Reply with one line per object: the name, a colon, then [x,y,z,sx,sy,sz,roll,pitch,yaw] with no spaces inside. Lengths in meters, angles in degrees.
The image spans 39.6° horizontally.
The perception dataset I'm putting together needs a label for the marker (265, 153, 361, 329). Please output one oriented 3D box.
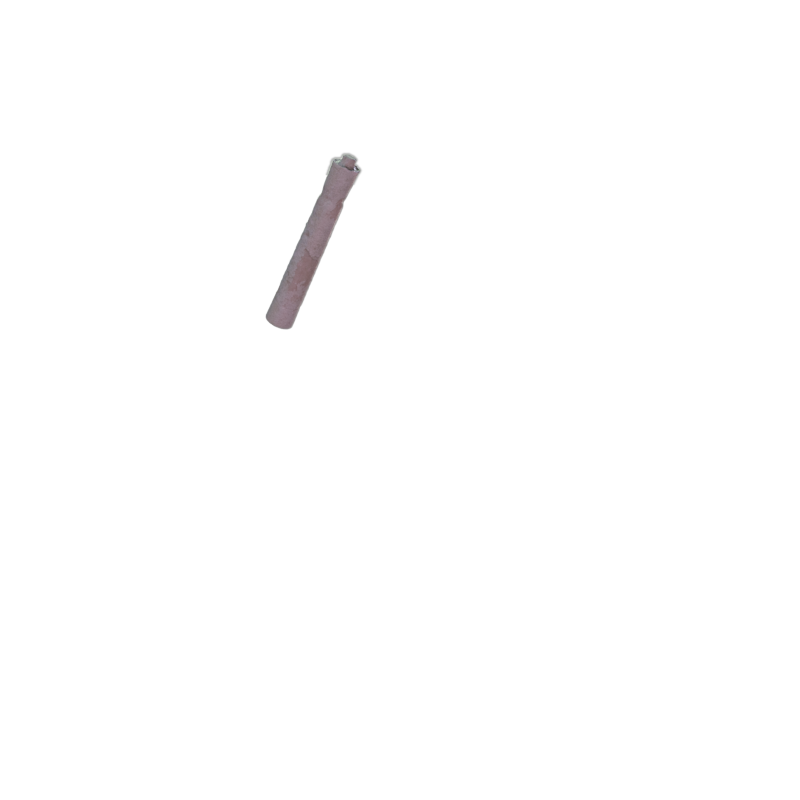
marker: [-0.055,-0.100,0.697,0.019,0.117,0.021,21,21,-12]
